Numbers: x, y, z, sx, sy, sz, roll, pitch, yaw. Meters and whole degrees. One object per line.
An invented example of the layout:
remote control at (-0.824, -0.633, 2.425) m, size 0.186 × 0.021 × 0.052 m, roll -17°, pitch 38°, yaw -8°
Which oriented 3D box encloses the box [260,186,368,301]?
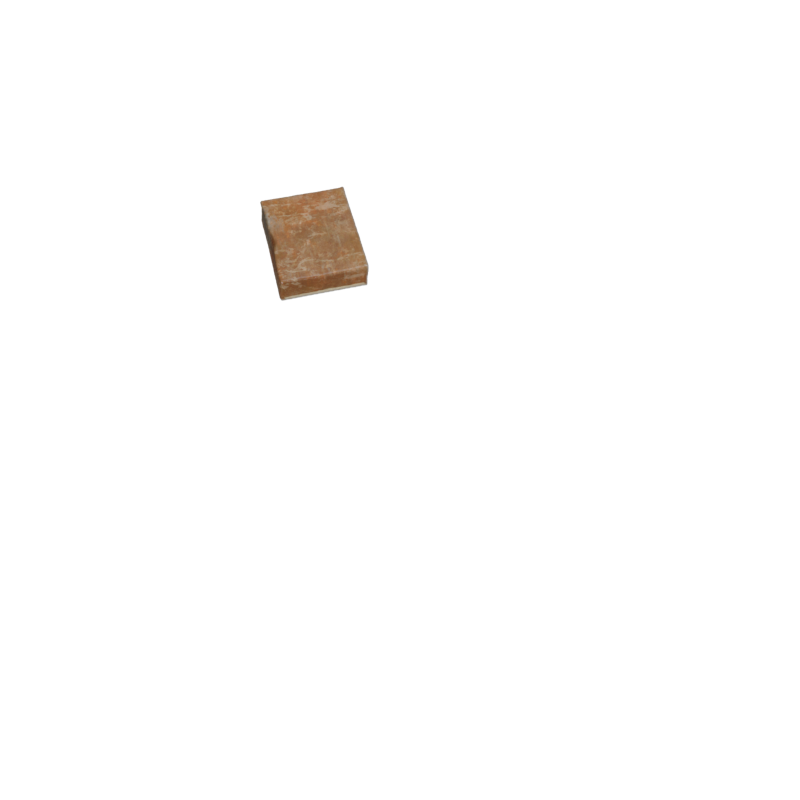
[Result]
box at (-0.072, -0.131, 0.913) m, size 0.072 × 0.096 × 0.028 m, roll -11°, pitch -33°, yaw -8°
